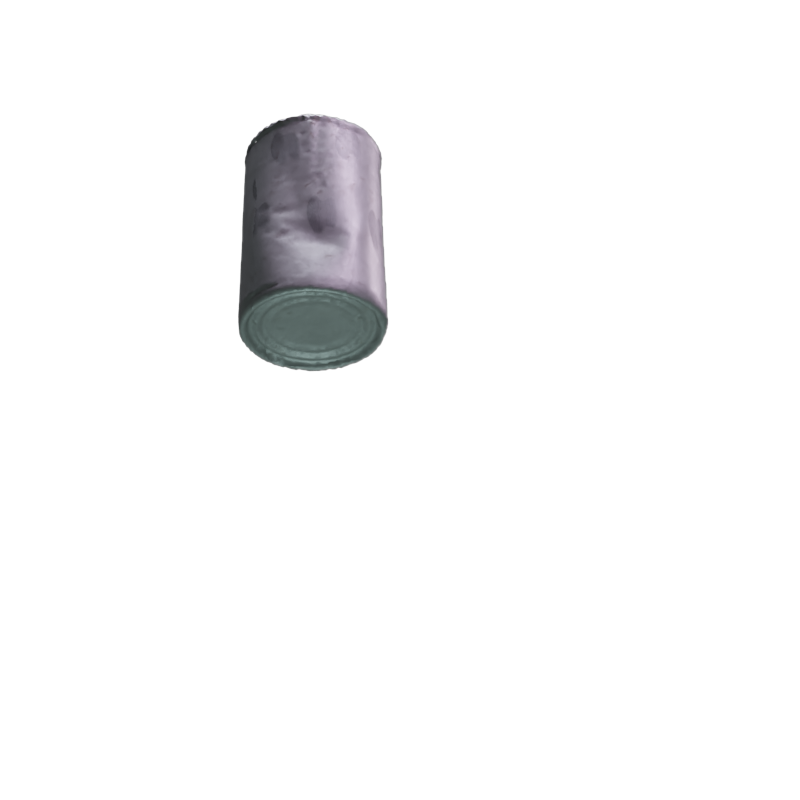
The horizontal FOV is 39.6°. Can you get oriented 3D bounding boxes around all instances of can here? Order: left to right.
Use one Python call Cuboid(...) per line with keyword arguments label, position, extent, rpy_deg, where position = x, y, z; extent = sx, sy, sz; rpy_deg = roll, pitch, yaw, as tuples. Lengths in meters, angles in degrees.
Cuboid(label="can", position=(-0.041, -0.074, 0.518), extent=(0.068, 0.109, 0.064), rpy_deg=(-1, -35, -2))
